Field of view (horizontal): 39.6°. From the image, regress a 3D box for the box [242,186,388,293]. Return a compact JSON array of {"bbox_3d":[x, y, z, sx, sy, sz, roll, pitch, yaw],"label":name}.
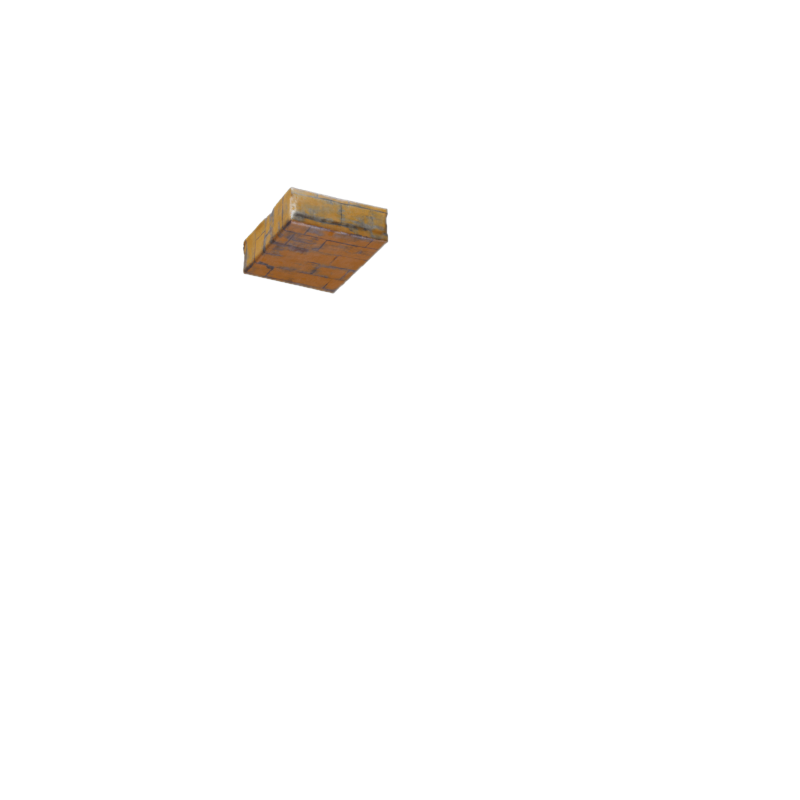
[{"bbox_3d":[-0.060,-0.110,0.771,0.070,0.032,0.088,11,-24,-25],"label":"box"}]
